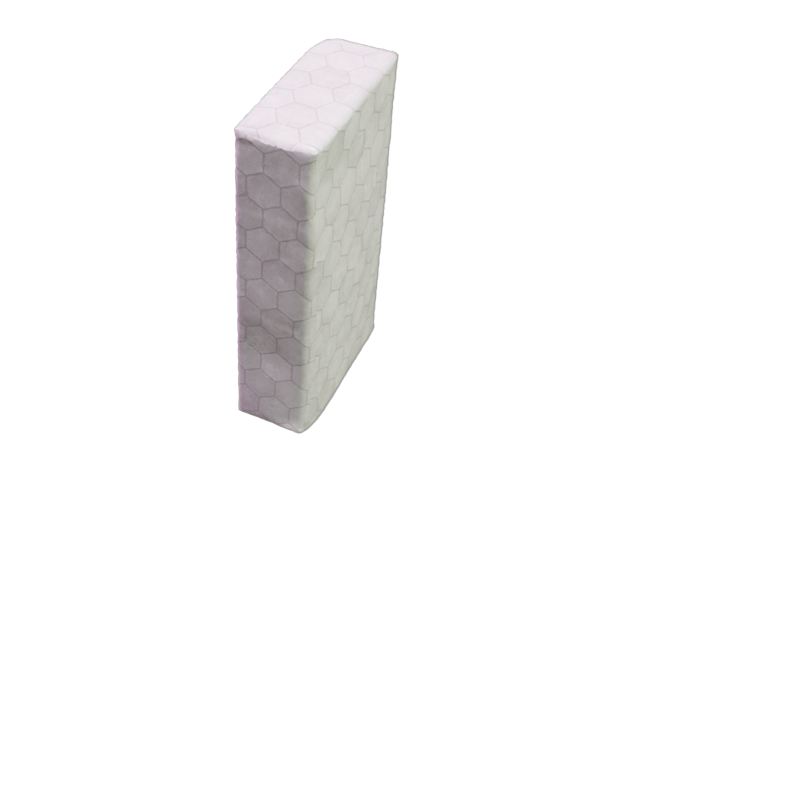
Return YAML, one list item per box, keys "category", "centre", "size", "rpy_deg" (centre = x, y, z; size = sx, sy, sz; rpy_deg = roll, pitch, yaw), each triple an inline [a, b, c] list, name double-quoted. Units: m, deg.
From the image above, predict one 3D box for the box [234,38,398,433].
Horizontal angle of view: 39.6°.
- category: "box"
  centre: [-0.042, -0.077, 0.537]
  size: [0.050, 0.164, 0.097]
  rpy_deg: [17, 44, 14]
